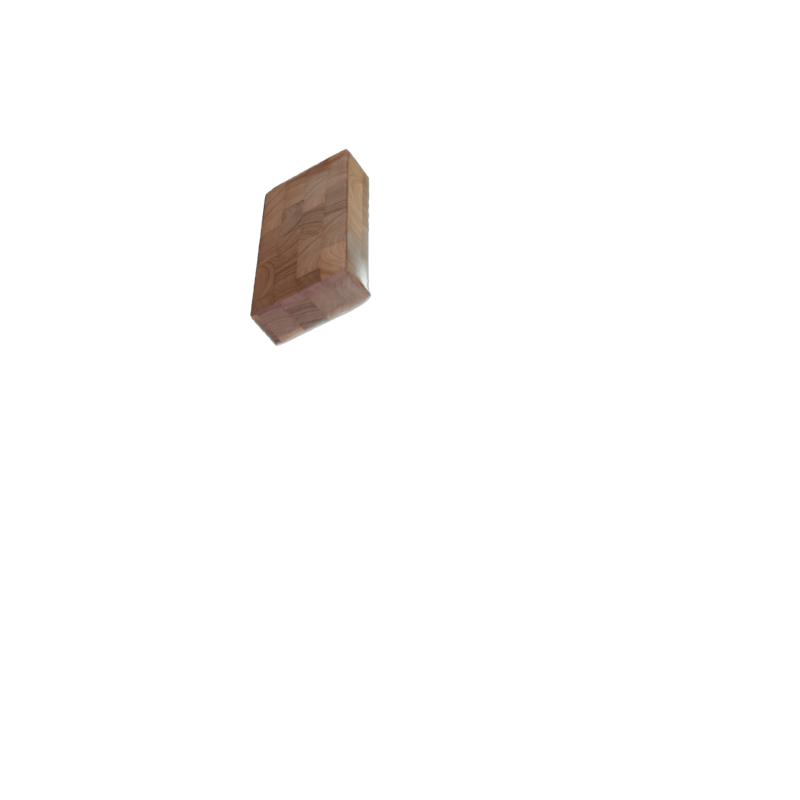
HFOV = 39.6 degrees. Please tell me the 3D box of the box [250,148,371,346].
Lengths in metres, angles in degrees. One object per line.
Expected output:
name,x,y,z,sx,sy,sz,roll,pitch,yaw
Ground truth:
box,-0.074,-0.134,0.936,0.093,0.189,0.045,-26,-51,19
